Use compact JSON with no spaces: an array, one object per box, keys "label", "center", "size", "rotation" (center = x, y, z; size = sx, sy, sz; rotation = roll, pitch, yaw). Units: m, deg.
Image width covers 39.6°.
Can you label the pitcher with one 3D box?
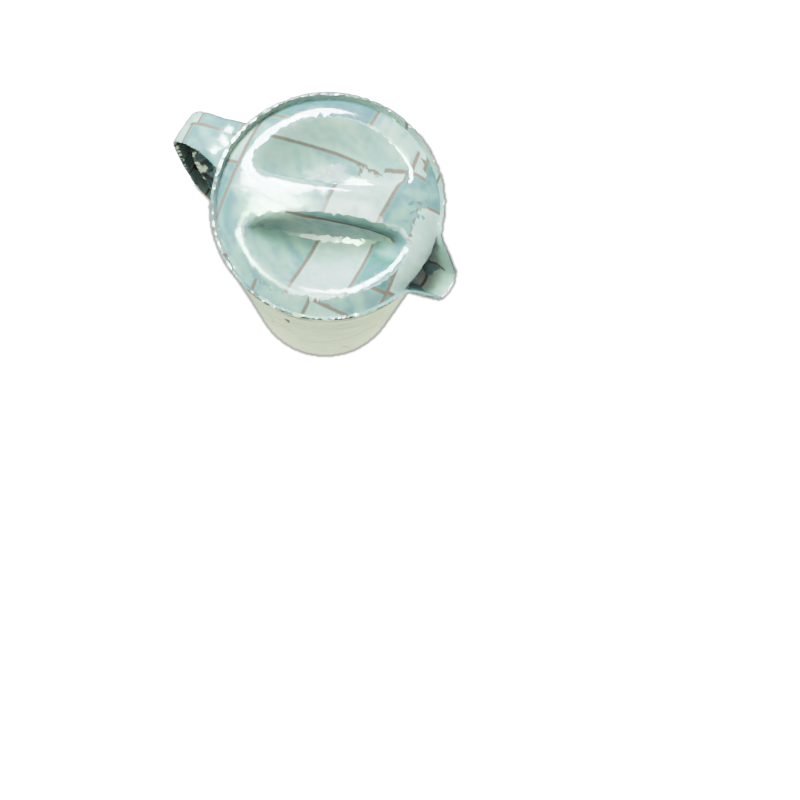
[{"label":"pitcher","center":[-0.057,-0.105,0.732],"size":[0.144,0.154,0.237],"rotation":[-13,-8,-5]}]
